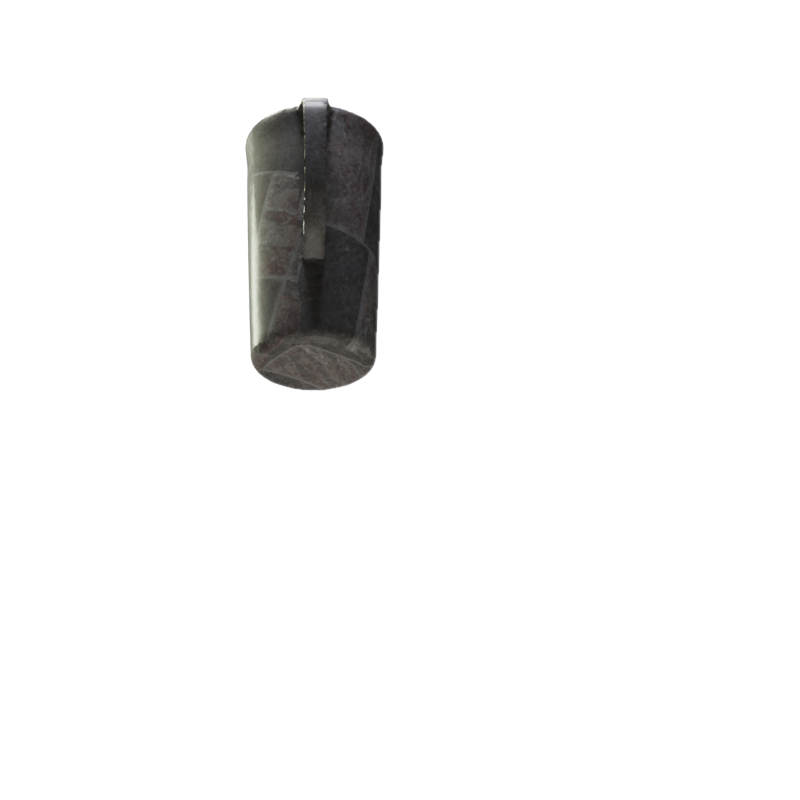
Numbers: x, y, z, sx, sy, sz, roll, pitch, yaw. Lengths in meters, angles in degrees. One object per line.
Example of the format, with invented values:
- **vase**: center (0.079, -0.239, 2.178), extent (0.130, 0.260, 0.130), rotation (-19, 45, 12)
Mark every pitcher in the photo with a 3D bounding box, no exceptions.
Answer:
- **pitcher**: center (-0.078, -0.143, 1.000), extent (0.145, 0.259, 0.139), rotation (-25, -37, 34)
